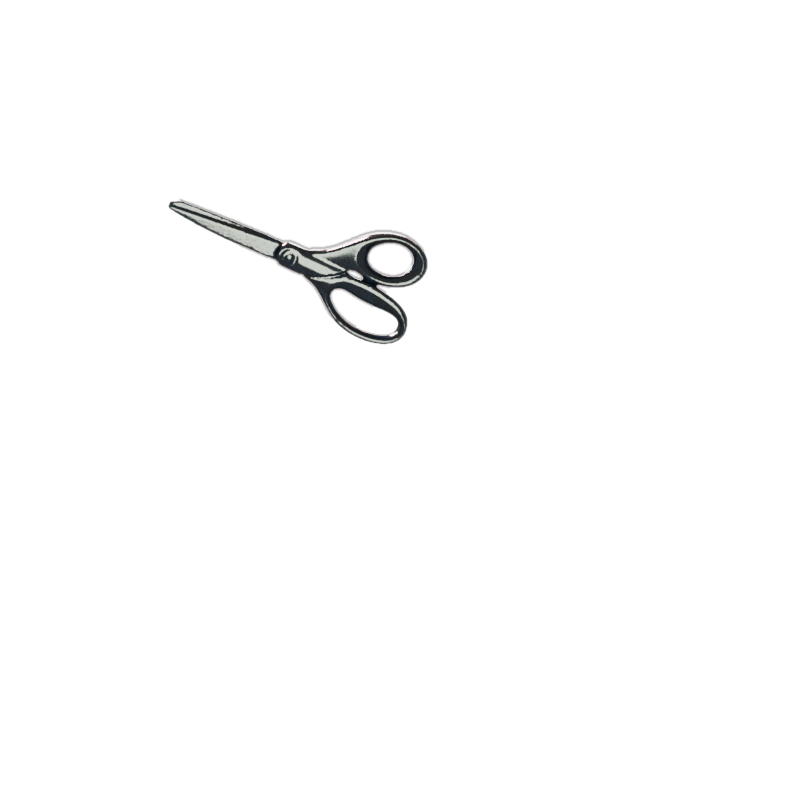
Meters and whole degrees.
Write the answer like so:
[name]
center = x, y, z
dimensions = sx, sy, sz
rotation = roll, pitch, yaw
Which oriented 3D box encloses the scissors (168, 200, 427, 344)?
[scissors]
center = -0.065, -0.118, 0.828
dimensions = 0.196, 0.095, 0.016
rotation = 38, 15, -12
